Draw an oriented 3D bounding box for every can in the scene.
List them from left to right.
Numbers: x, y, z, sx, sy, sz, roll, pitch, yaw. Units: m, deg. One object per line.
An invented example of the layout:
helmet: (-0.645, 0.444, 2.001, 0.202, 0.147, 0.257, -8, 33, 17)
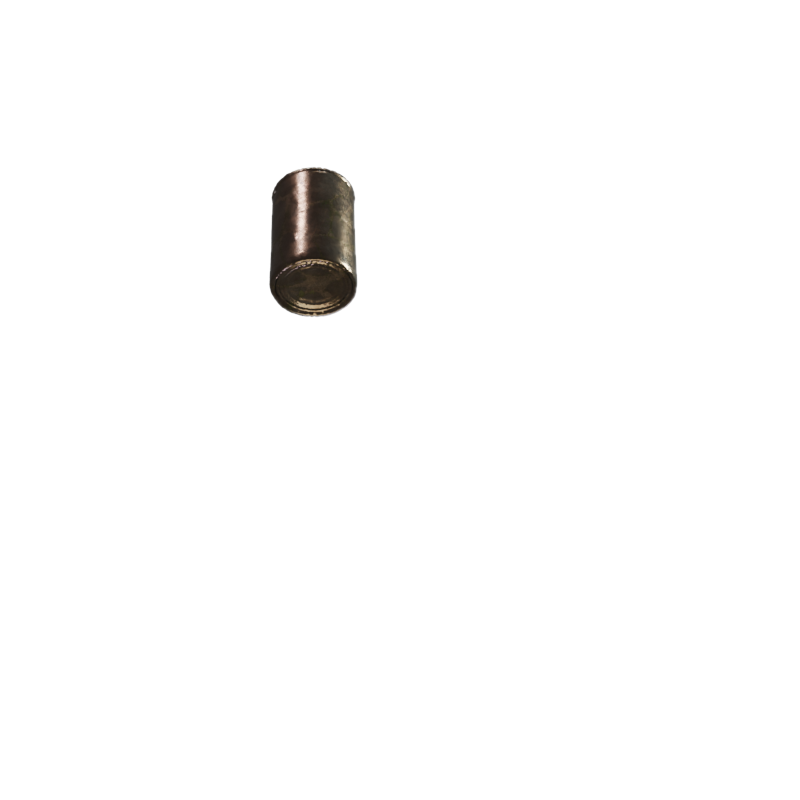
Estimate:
can: (-0.068, -0.124, 0.871, 0.068, 0.110, 0.064, -1, -41, -3)
